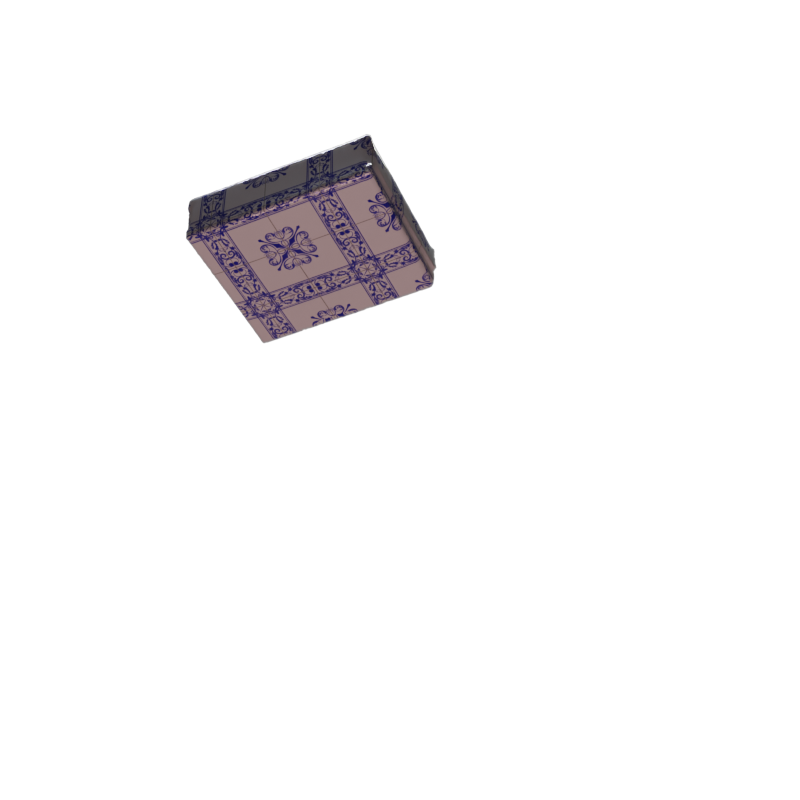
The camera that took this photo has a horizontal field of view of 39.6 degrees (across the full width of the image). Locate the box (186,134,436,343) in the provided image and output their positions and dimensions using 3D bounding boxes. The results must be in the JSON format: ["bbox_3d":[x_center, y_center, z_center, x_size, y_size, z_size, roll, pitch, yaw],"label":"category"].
[{"bbox_3d":[-0.038,-0.070,0.490,0.090,0.032,0.067,-18,-47,17],"label":"box"}]
